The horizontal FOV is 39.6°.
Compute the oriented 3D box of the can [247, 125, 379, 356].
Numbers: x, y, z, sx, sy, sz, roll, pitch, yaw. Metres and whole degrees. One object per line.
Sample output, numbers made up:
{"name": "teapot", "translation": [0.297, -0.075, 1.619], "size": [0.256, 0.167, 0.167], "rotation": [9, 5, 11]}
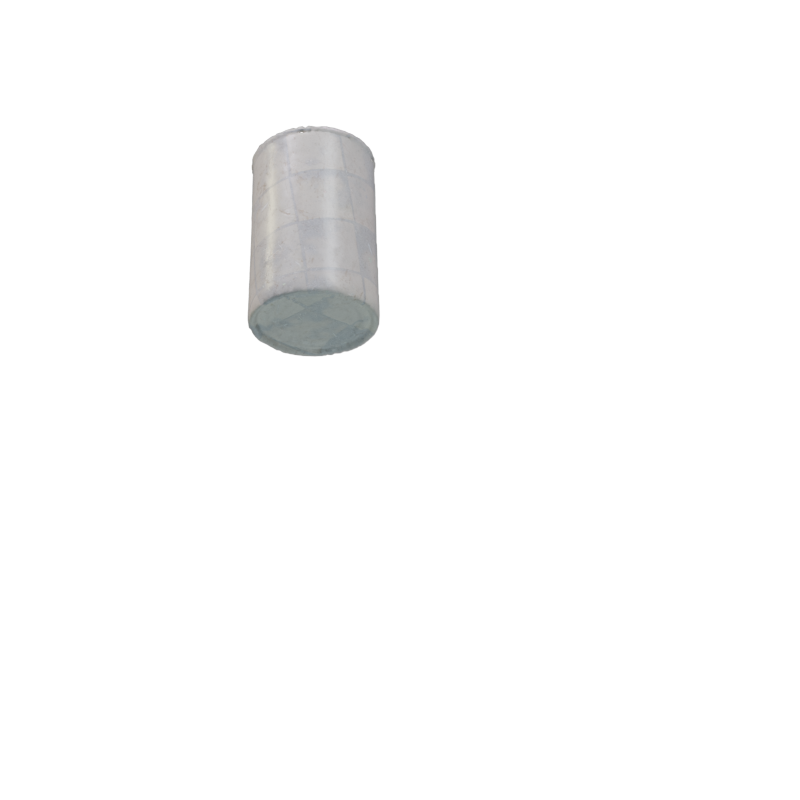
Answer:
{"name": "can", "translation": [-0.045, -0.083, 0.581], "size": [0.068, 0.109, 0.064], "rotation": [-1, -31, -2]}
